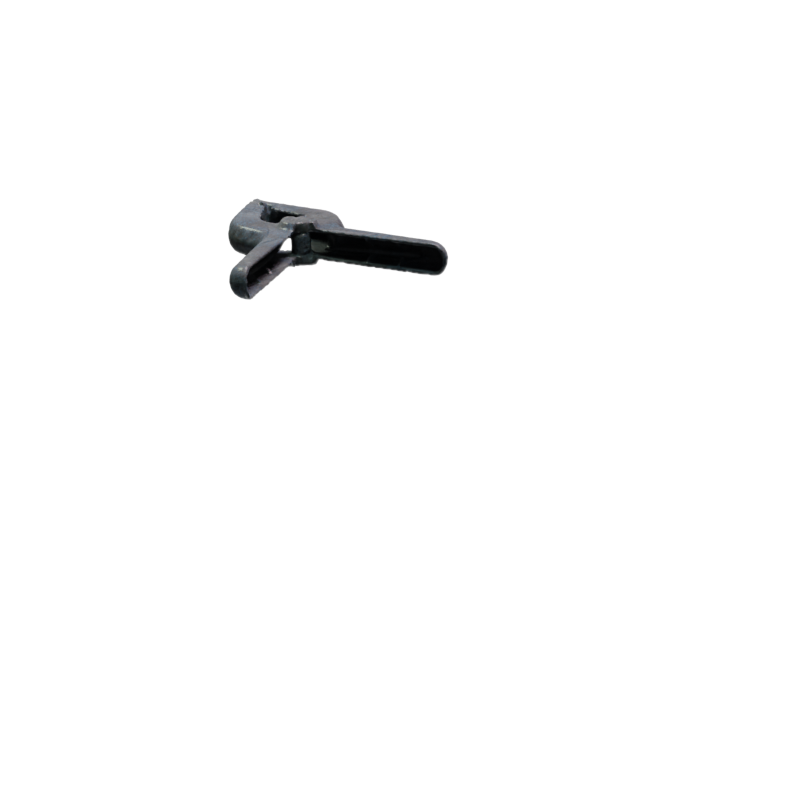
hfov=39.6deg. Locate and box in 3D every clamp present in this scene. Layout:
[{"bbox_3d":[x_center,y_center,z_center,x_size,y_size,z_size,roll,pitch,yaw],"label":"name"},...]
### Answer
[{"bbox_3d":[-0.068,-0.124,0.869,0.162,0.035,0.222,-6,22,-15],"label":"clamp"}]
